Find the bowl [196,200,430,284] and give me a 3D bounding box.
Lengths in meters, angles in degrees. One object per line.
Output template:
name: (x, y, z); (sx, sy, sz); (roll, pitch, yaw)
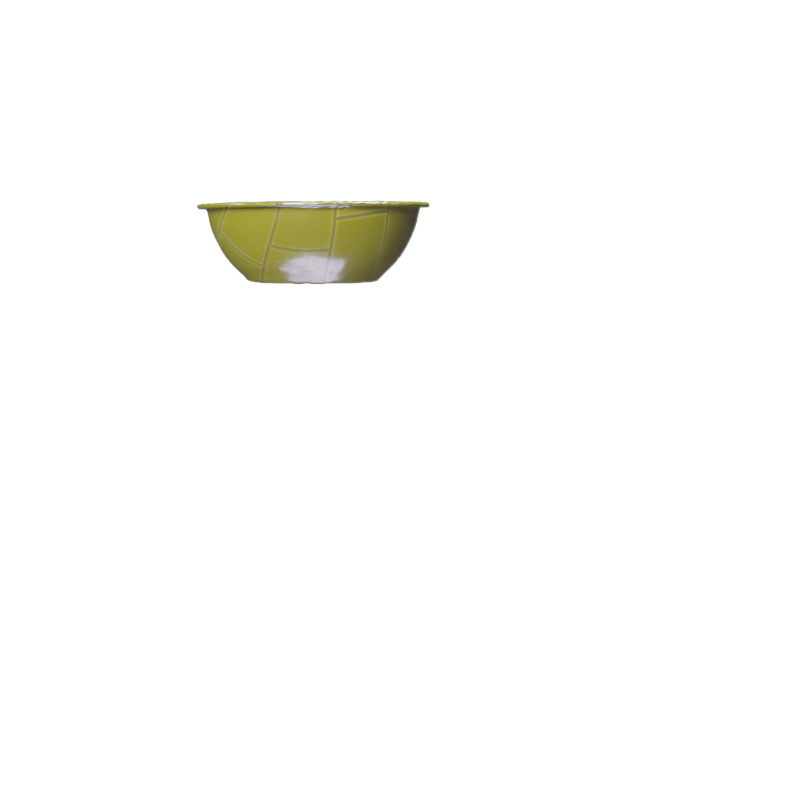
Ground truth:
bowl: (-0.060, -0.110, 0.772); (0.162, 0.054, 0.164); (0, 8, -2)
